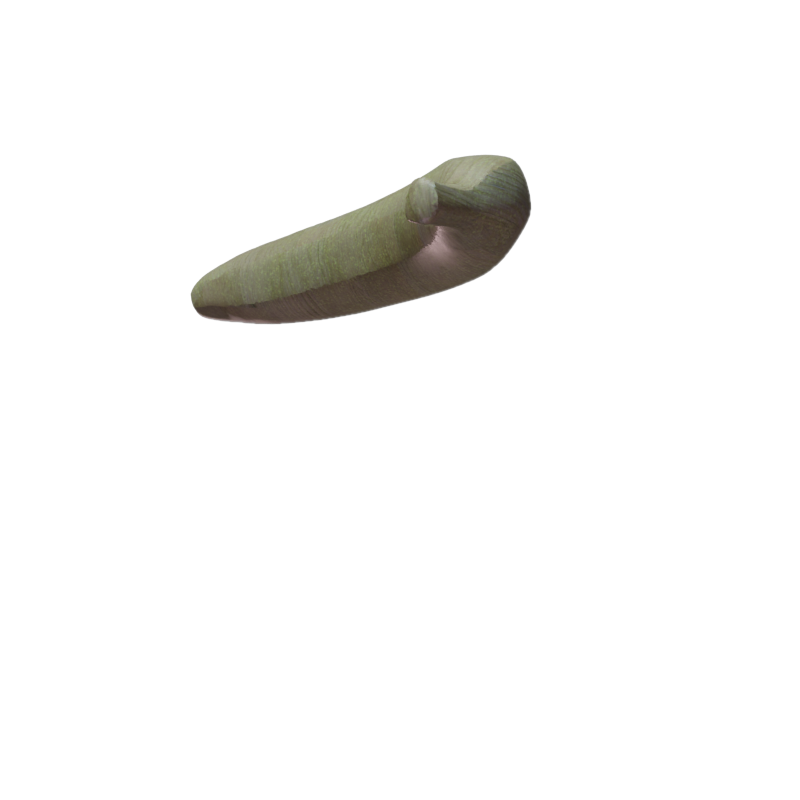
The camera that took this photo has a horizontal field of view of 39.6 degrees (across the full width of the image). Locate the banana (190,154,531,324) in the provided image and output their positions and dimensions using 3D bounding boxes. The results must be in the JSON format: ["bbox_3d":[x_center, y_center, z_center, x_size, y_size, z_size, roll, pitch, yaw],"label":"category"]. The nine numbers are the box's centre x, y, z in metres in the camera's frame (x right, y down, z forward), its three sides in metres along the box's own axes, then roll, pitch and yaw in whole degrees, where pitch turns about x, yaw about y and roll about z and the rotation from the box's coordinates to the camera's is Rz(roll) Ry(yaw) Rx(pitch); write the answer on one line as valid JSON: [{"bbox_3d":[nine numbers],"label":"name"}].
[{"bbox_3d":[-0.012,-0.054,0.386,0.067,0.038,0.200,4,-7,-27],"label":"banana"}]
